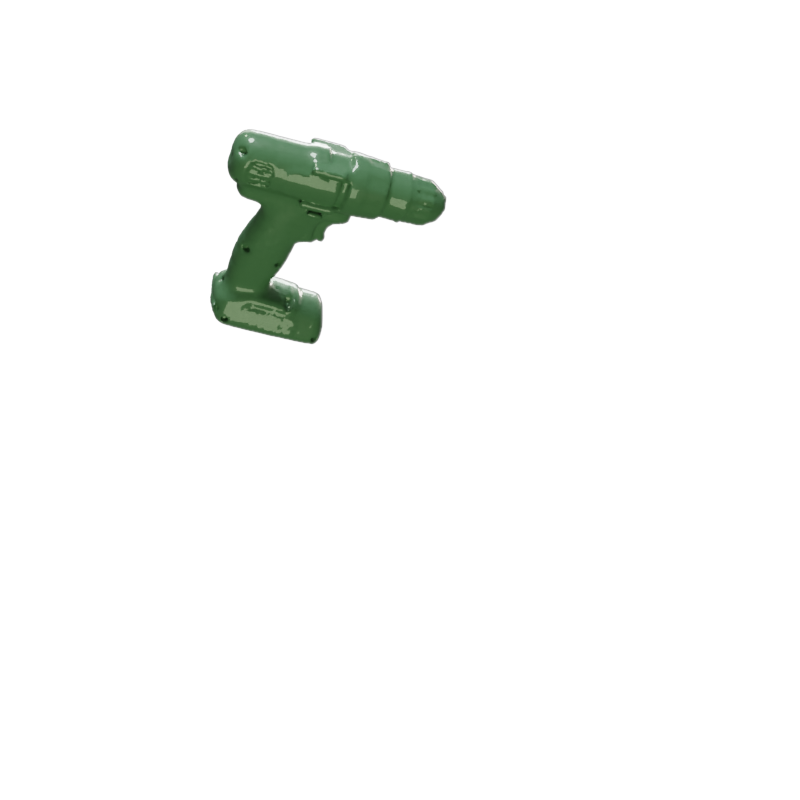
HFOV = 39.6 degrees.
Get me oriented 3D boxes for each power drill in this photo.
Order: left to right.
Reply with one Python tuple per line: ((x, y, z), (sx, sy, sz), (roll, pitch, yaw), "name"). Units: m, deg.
((-0.074, -0.135, 0.946), (0.180, 0.179, 0.061), (15, 37, -13), "power drill")
